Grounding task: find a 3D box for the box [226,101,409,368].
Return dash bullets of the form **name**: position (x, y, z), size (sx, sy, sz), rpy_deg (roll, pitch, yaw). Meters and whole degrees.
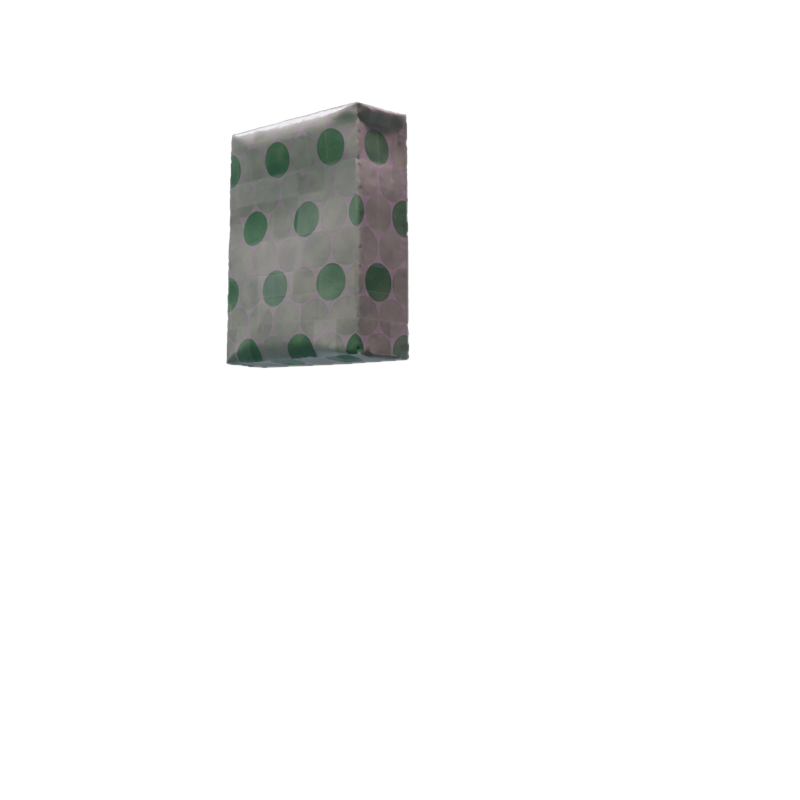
- **box**: position (-0.076, -0.138, 0.968), size (0.169, 0.218, 0.068), rpy_deg (-6, -9, 42)
